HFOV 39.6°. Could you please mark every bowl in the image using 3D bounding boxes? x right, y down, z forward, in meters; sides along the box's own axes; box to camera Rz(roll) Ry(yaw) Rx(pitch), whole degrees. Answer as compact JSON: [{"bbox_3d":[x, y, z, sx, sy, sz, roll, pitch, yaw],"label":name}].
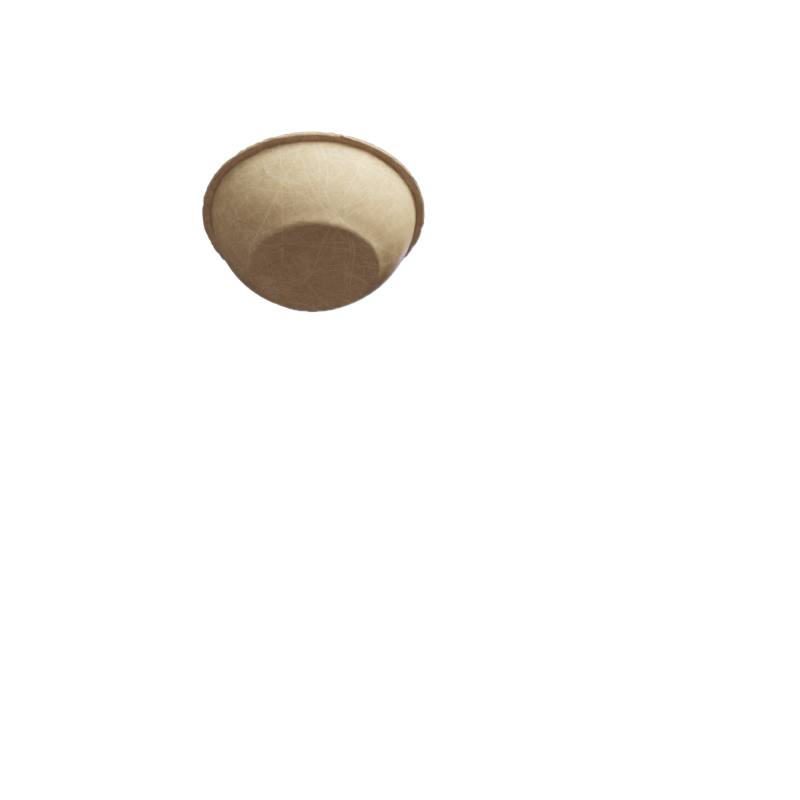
[{"bbox_3d":[-0.062,-0.112,0.787,0.162,0.059,0.151,1,-40,-1],"label":"bowl"}]
